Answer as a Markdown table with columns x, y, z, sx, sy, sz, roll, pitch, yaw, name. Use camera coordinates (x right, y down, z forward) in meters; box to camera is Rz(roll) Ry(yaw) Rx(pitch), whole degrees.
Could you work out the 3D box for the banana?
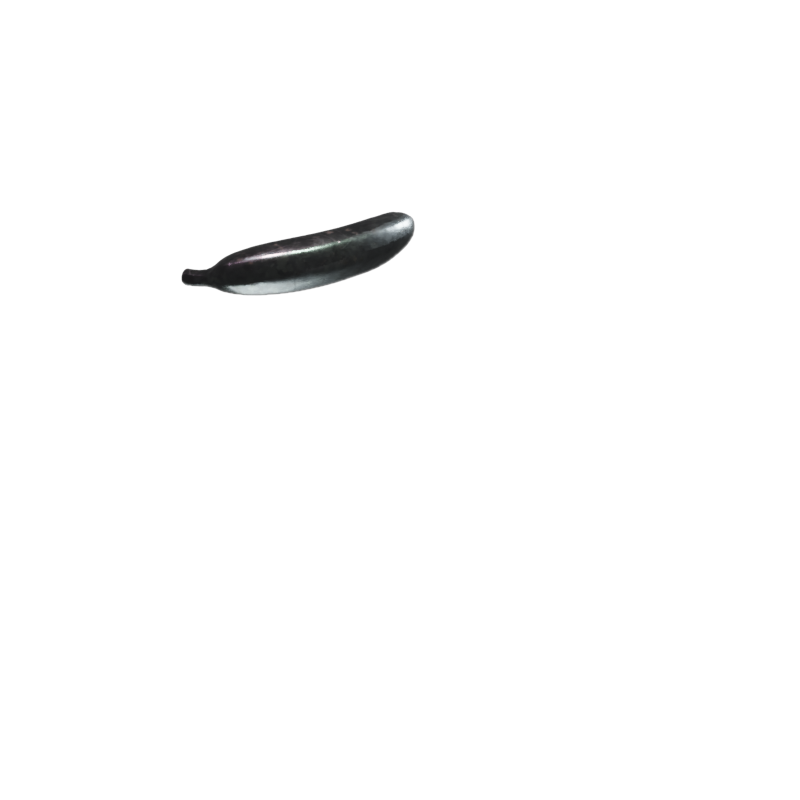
| x | y | z | sx | sy | sz | roll | pitch | yaw | name |
| --- | --- | --- | --- | --- | --- | --- | --- | --- | --- |
| -0.057 | -0.109 | 0.809 | 0.194 | 0.035 | 0.075 | -17 | 31 | -29 | banana |
